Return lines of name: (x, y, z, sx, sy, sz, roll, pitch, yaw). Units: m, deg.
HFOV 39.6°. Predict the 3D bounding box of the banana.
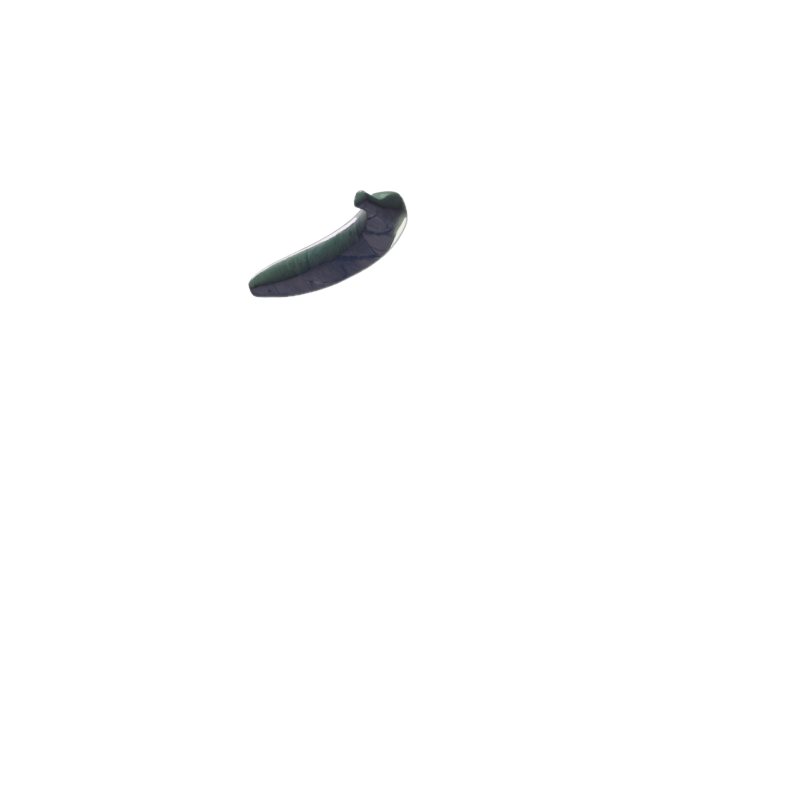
banana: (-0.048, -0.118, 0.842, 0.067, 0.039, 0.196, 10, -21, -28)
